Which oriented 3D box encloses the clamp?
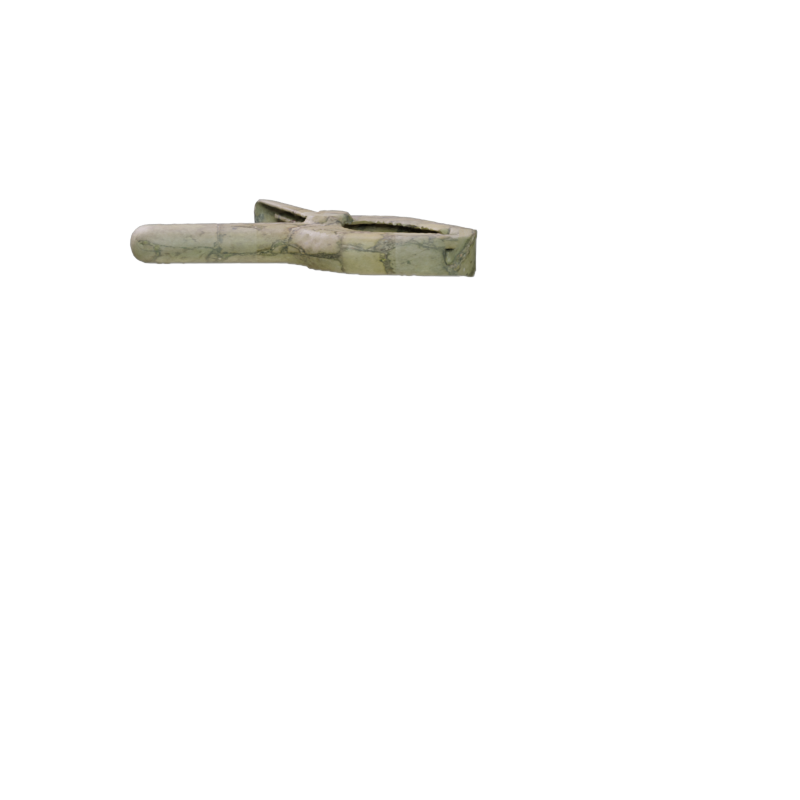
[{"bbox_3d":[-0.056,-0.102,0.714,0.220,0.035,0.163,11,21,31],"label":"clamp"}]
